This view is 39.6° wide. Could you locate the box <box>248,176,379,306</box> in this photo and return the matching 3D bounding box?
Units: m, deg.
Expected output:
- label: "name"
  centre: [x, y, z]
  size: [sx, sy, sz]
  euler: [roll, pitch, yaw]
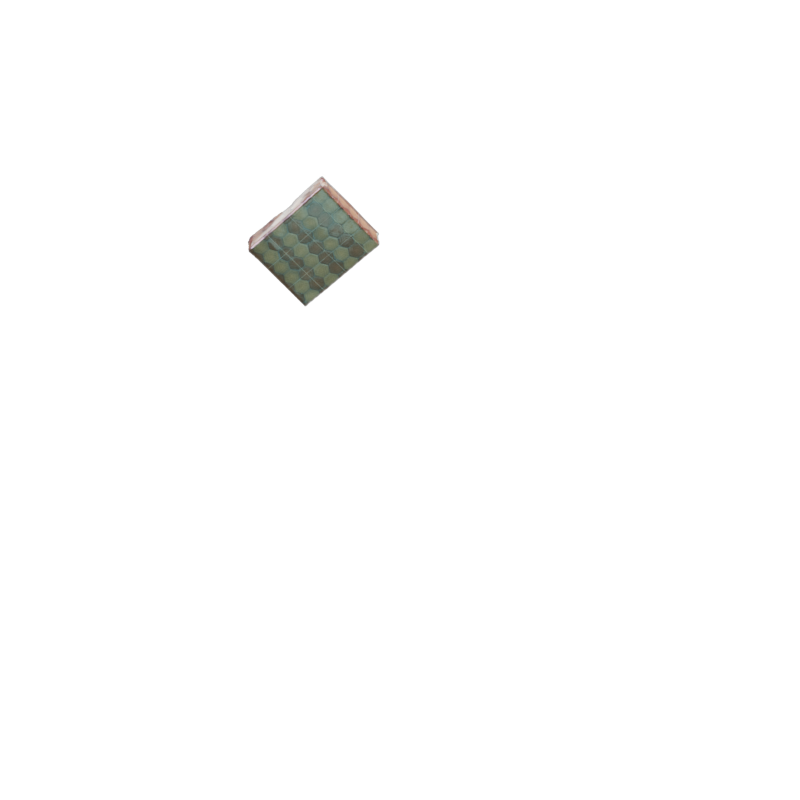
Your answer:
- label: "box"
  centre: [-0.074, -0.135, 0.948]
  size: [0.088, 0.070, 0.032]
  euler: [-39, 21, 17]
